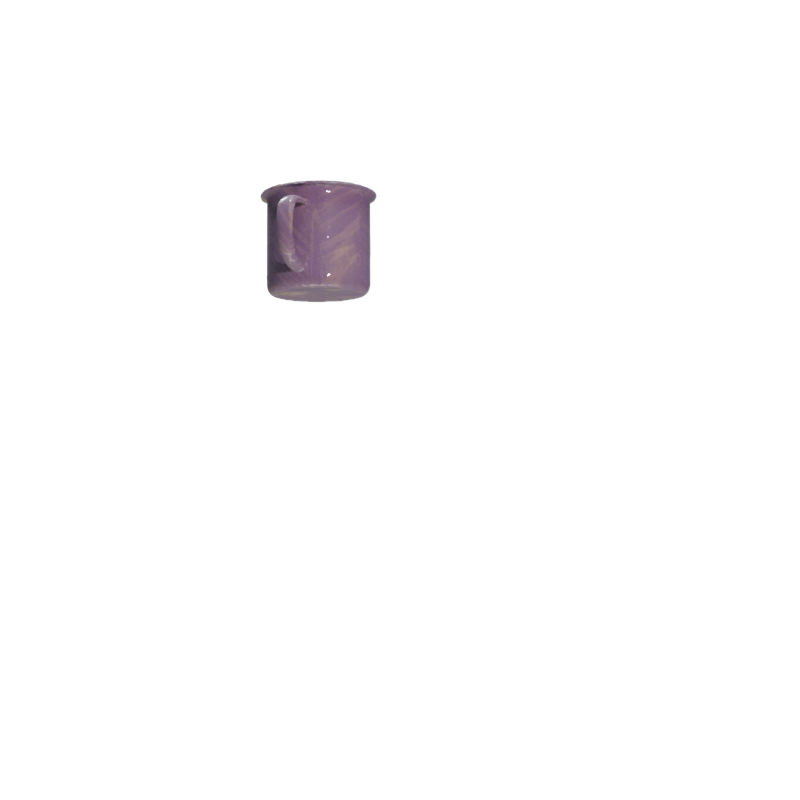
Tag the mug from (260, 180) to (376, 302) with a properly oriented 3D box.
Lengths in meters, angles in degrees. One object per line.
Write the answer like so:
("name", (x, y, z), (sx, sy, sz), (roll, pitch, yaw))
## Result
("mug", (-0.068, -0.124, 0.869), (0.095, 0.084, 0.112), (-3, -7, 17))
